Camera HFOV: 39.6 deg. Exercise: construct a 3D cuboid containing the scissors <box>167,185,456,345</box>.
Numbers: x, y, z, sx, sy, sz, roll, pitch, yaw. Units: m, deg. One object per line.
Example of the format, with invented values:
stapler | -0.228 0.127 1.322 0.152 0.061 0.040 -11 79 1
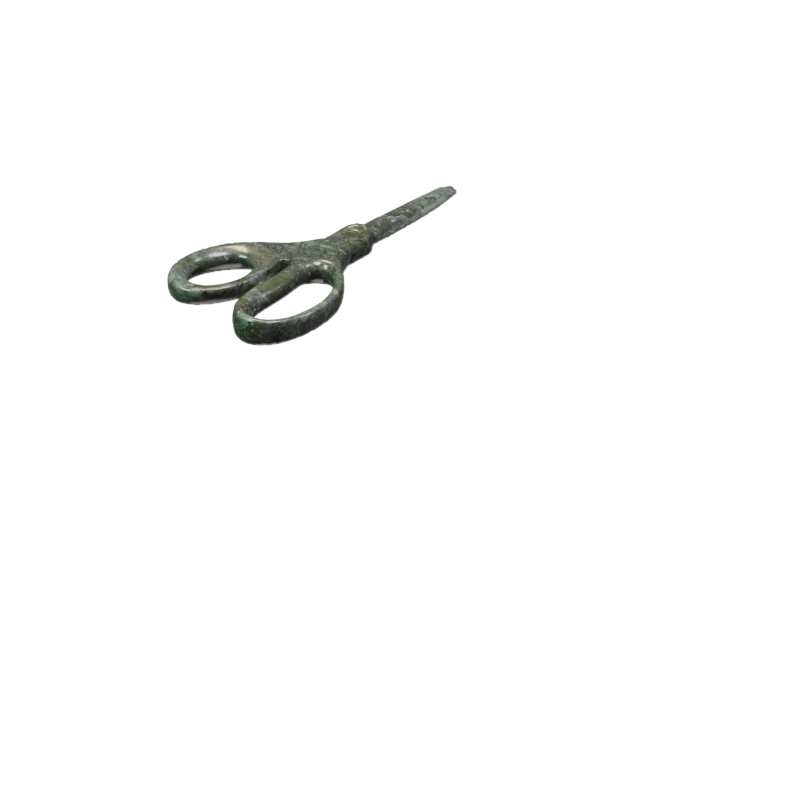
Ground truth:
scissors | -0.045 -0.083 0.579 0.099 0.015 0.207 10 32 17
